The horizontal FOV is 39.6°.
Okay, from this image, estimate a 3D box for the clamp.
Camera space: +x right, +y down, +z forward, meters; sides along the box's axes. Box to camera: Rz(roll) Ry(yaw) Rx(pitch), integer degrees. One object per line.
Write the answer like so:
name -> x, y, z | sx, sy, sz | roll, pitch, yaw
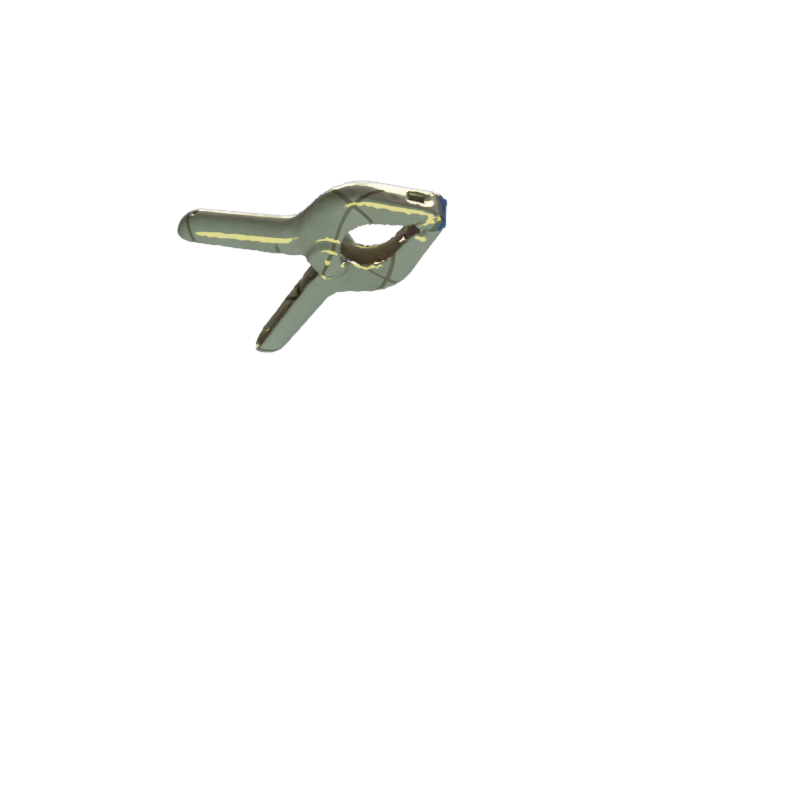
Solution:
clamp -> -0.056, -0.102, 0.718 | 0.171, 0.042, 0.112 | -26, -52, 22
